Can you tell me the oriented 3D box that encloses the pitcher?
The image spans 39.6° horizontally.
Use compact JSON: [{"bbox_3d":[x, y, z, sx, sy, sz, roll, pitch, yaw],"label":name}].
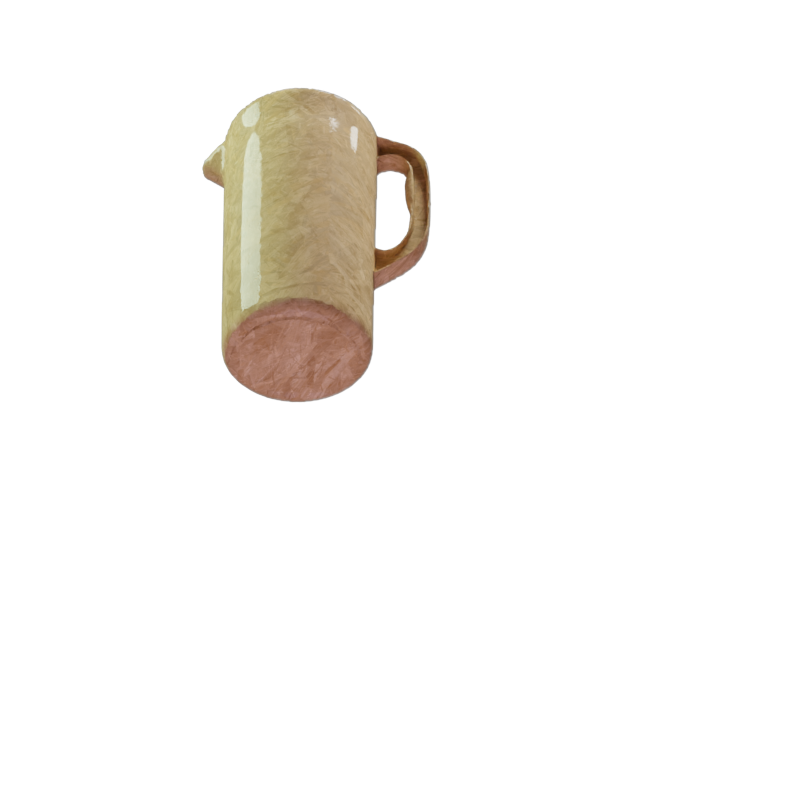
[{"bbox_3d":[-0.068,-0.123,0.864,0.136,0.261,0.148,32,-53,-32],"label":"pitcher"}]
